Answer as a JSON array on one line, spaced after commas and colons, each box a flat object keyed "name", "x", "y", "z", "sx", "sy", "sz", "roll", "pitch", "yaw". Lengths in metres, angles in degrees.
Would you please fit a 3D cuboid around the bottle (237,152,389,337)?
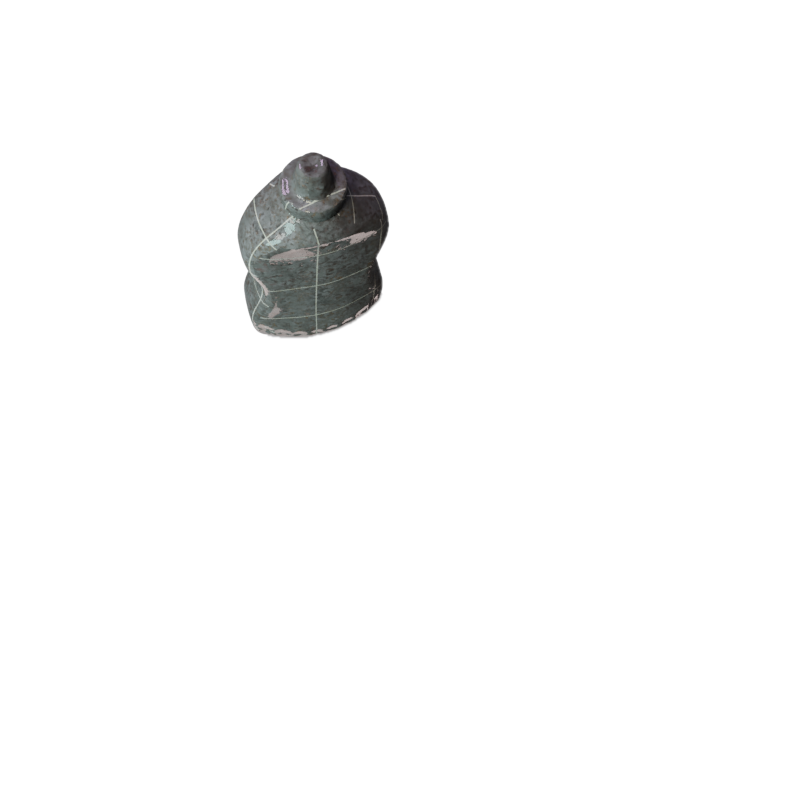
[{"name": "bottle", "x": -0.056, "y": -0.103, "z": 0.718, "sx": 0.095, "sy": 0.062, "sz": 0.182, "roll": -13, "pitch": -19, "yaw": -8}]
